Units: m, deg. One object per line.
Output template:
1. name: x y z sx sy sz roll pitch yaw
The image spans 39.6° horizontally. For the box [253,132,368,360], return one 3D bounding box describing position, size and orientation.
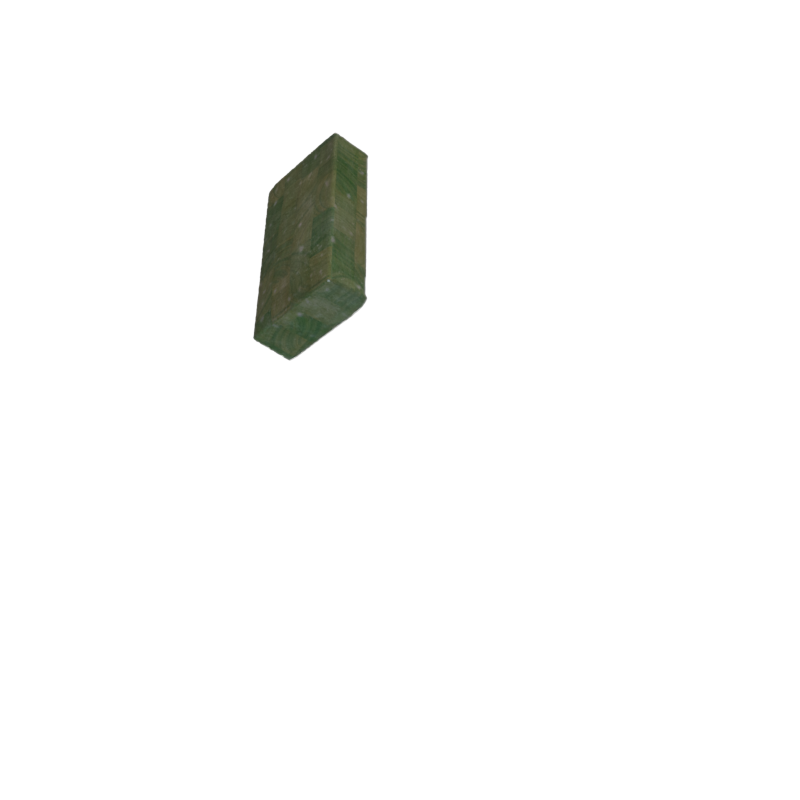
1. box: -0.071 -0.128 0.898 0.045 0.189 0.092 31 -52 -33
